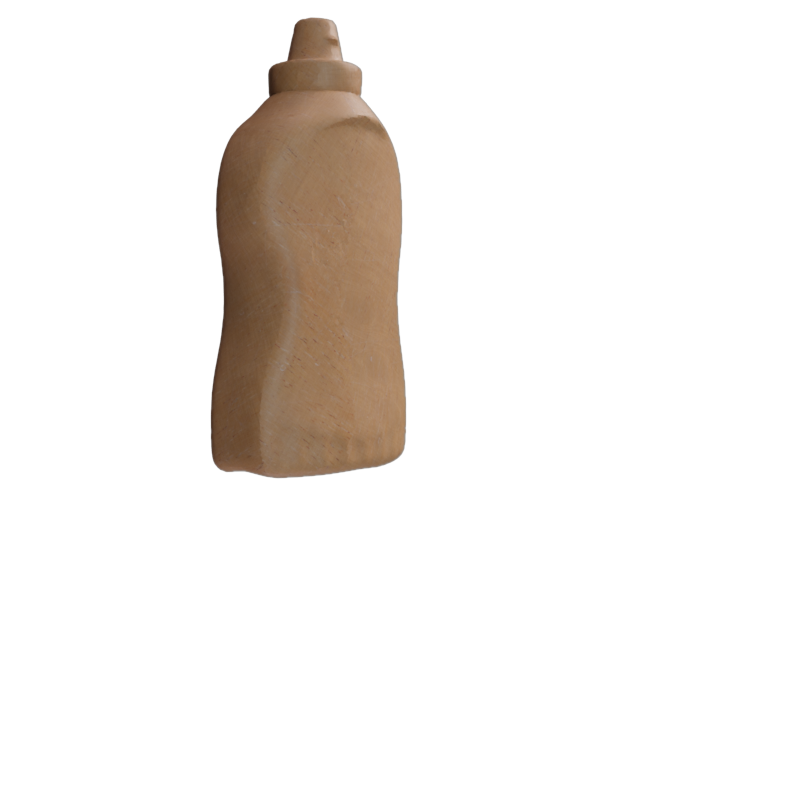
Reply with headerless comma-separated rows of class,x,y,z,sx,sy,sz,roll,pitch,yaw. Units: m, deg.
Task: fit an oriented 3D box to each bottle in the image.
bottle,-0.037,-0.068,0.477,0.060,0.193,0.092,-3,-4,41
